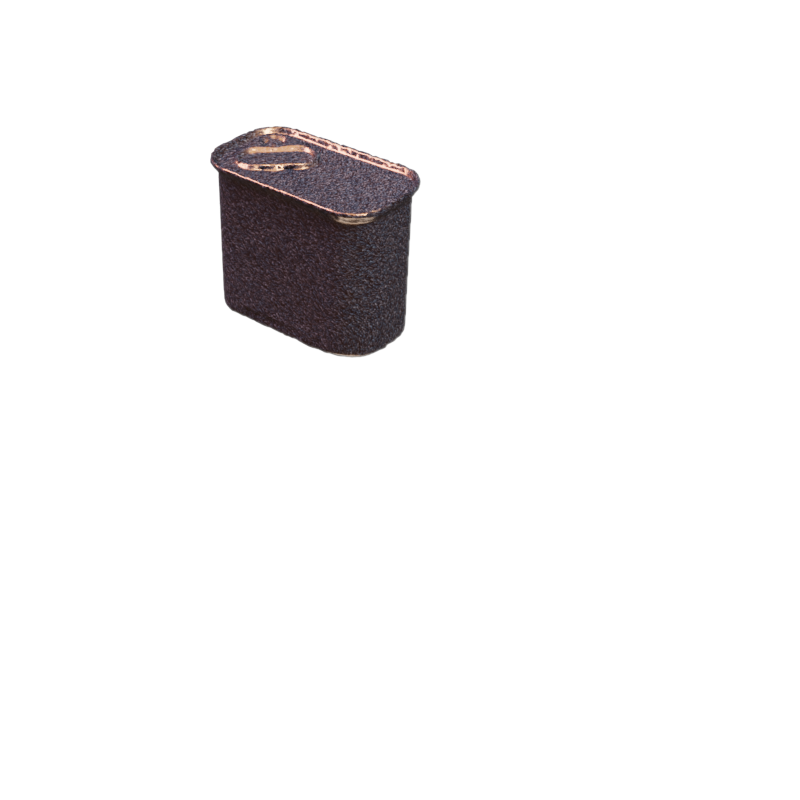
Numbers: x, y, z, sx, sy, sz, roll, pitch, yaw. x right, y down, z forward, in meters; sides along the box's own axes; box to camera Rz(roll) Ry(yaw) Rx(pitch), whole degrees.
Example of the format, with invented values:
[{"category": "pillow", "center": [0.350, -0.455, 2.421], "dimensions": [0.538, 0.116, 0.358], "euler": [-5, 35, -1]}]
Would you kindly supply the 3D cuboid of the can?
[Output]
[{"category": "can", "center": [-0.043, -0.078, 0.546], "dimensions": [0.108, 0.079, 0.058], "euler": [25, 40, 30]}]
